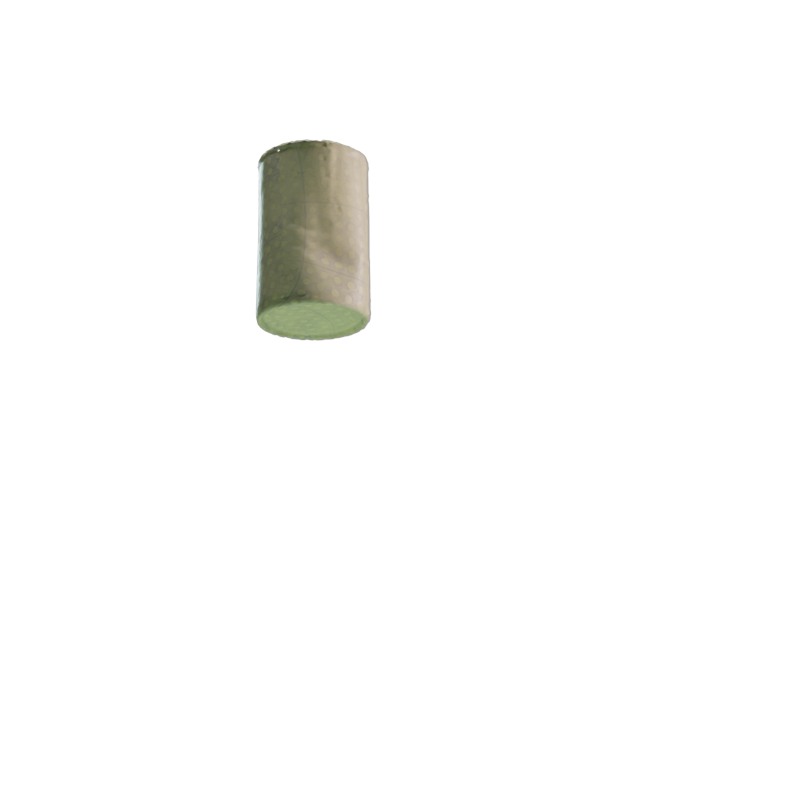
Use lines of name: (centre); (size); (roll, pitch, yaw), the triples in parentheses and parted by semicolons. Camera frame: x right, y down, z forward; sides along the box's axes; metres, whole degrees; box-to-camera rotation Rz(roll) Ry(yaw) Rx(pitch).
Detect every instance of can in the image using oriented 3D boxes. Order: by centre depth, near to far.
can: (-0.051, -0.094, 0.657); (0.068, 0.107, 0.065); (0, -20, -2)
